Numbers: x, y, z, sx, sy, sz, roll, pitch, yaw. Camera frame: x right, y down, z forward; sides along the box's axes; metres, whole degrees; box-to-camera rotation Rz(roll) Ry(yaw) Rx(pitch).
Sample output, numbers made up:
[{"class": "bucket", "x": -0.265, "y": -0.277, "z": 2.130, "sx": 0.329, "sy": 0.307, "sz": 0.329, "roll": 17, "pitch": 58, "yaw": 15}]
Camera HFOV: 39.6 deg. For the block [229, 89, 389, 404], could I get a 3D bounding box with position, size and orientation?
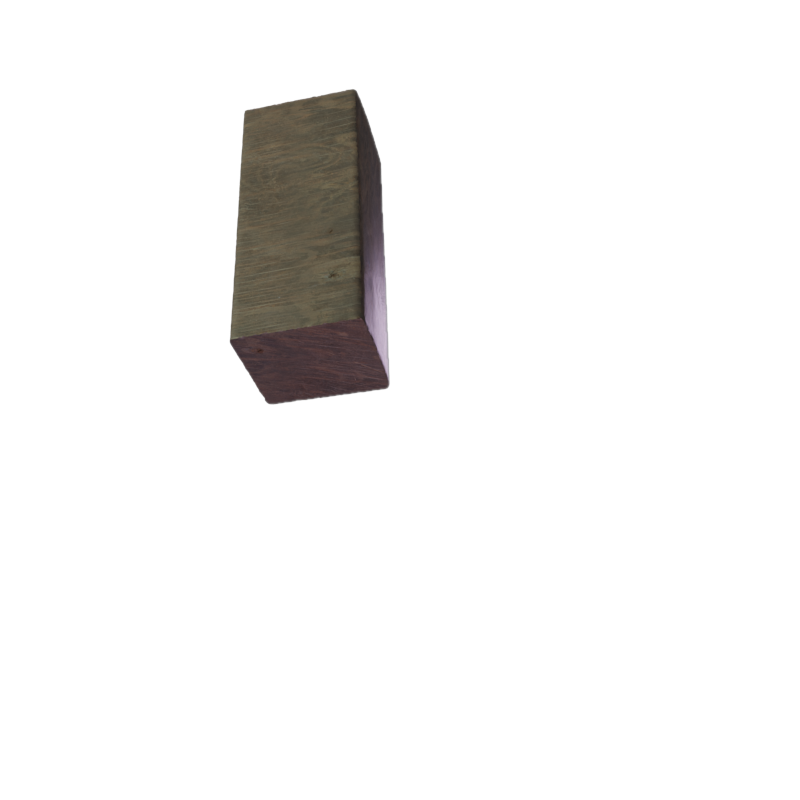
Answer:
[{"class": "block", "x": -0.062, "y": -0.113, "z": 0.795, "sx": 0.091, "sy": 0.221, "sz": 0.083, "roll": -10, "pitch": -36, "yaw": 10}]
